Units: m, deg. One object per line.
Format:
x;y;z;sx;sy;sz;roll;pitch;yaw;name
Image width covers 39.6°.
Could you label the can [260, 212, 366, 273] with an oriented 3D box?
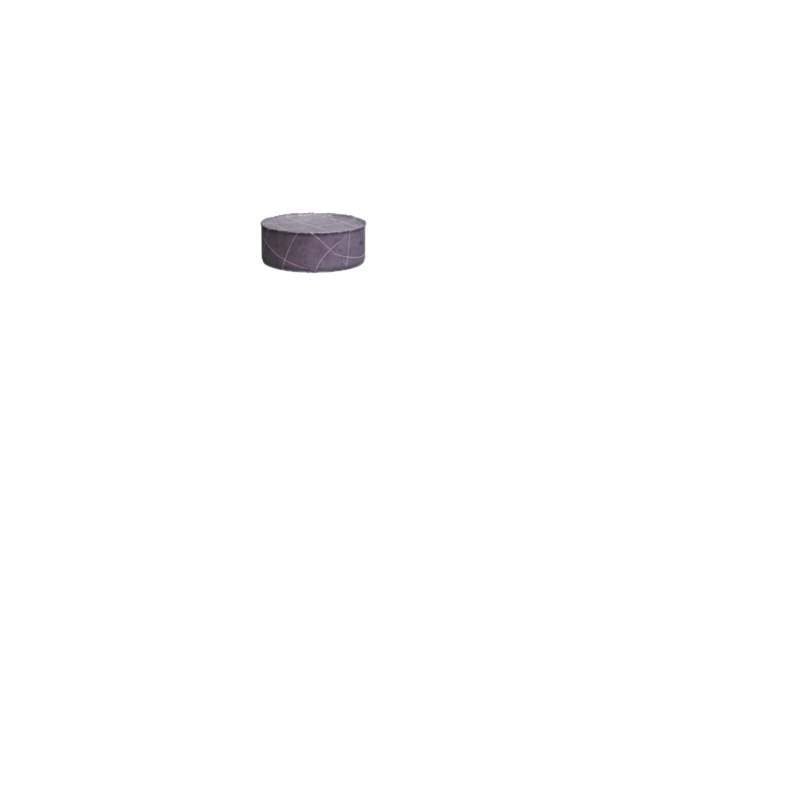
-0.070;-0.128;0.899;0.086;0.032;0.089;-1;18;-2;can
